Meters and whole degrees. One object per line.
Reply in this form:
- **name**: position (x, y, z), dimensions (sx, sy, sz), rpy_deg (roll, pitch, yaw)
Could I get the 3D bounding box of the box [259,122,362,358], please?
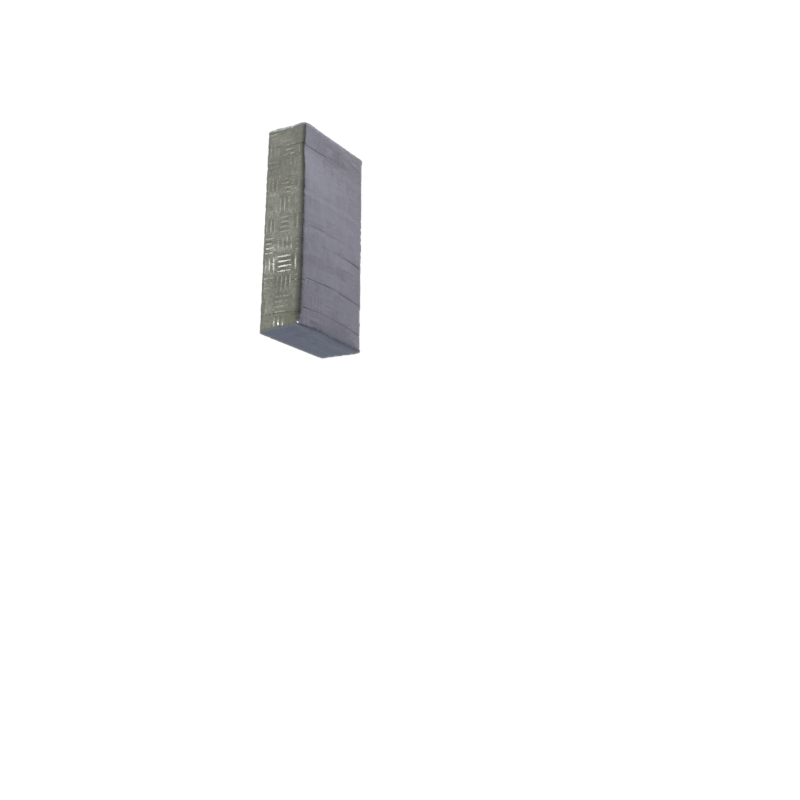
- **box**: position (-0.072, -0.131, 0.922), dimensions (0.049, 0.185, 0.087), rpy_deg (-14, -23, 29)
